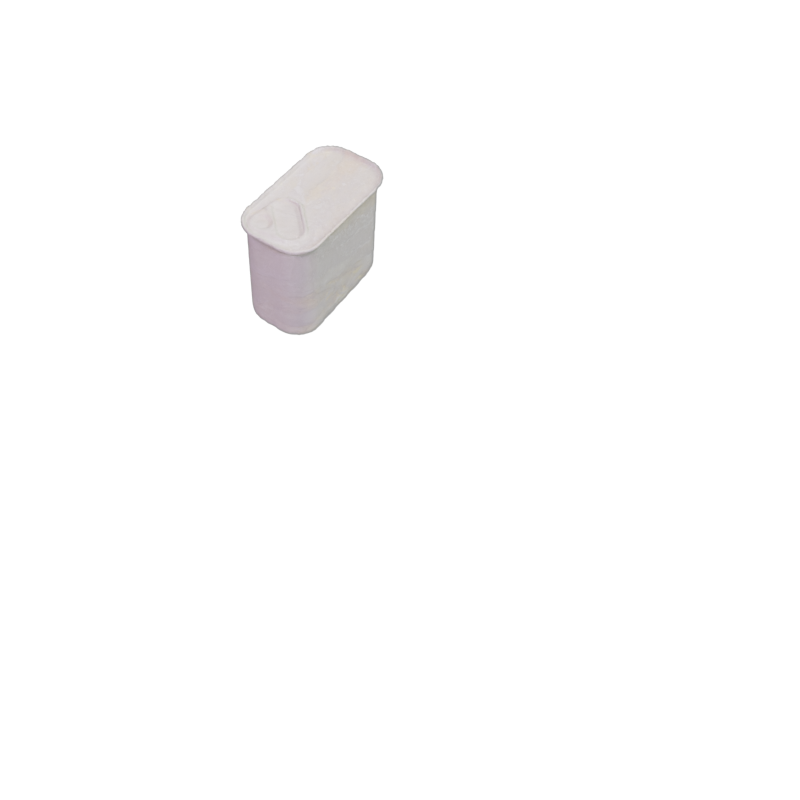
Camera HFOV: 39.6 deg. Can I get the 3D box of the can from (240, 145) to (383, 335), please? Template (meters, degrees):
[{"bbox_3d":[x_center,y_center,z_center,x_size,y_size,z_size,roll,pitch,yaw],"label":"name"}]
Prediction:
[{"bbox_3d":[-0.058,-0.105,0.739,0.060,0.078,0.104,27,53,20],"label":"can"}]
